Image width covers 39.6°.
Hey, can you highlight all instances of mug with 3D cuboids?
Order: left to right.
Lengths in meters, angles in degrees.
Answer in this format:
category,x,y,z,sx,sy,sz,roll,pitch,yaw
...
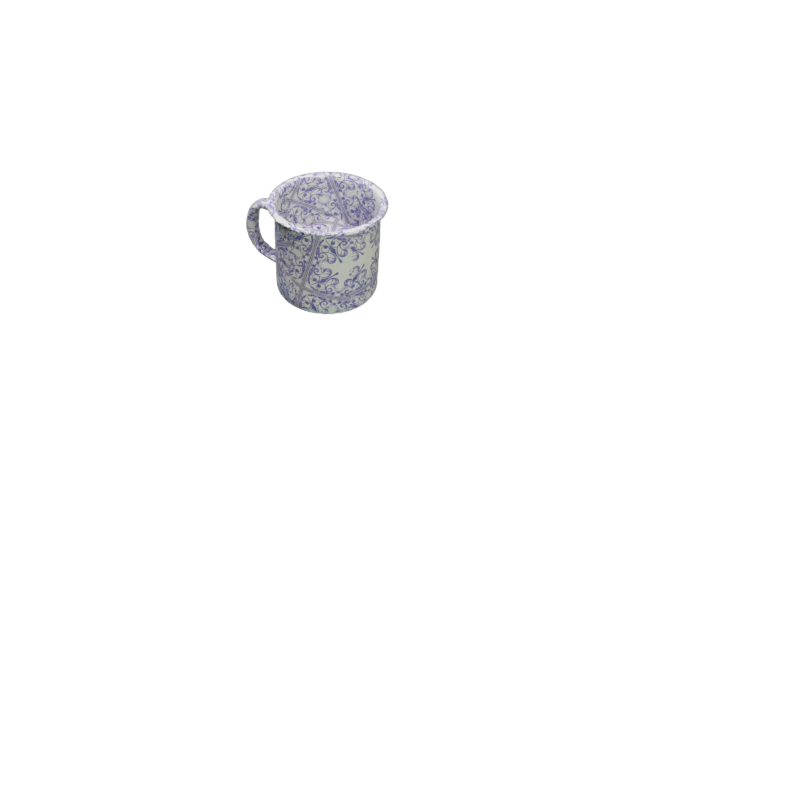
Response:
category,x,y,z,sx,sy,sz,roll,pitch,yaw
mug,-0.068,-0.125,0.875,0.121,0.076,0.097,14,40,17
